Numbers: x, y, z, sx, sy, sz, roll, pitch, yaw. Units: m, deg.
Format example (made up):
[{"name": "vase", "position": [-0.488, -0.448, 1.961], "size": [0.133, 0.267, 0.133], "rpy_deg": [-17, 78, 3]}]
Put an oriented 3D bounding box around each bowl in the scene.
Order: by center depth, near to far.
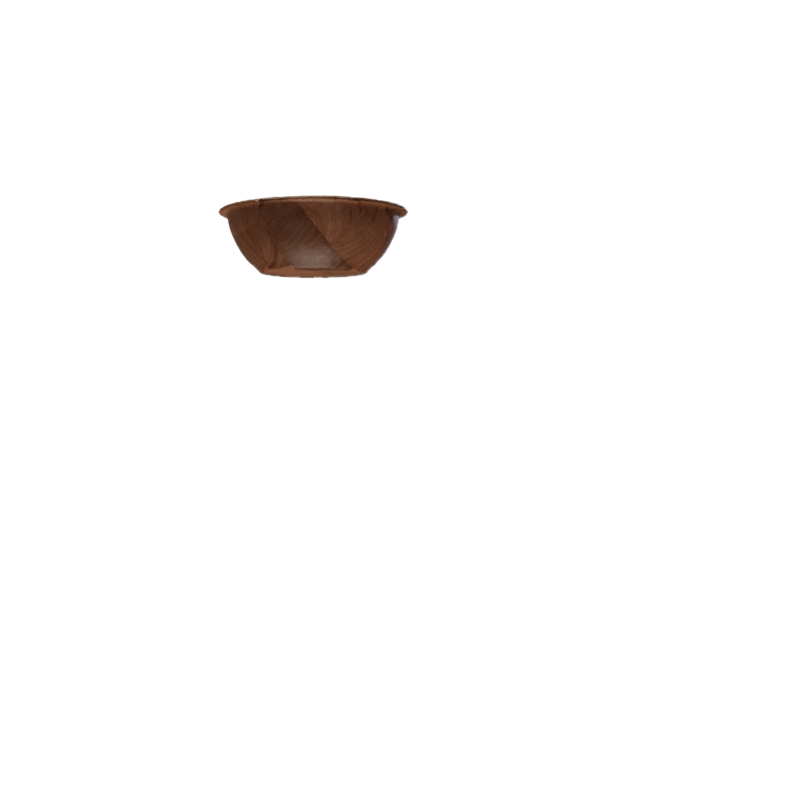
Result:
[{"name": "bowl", "position": [-0.074, -0.135, 0.945], "size": [0.162, 0.055, 0.161], "rpy_deg": [0, 1, -2]}]
